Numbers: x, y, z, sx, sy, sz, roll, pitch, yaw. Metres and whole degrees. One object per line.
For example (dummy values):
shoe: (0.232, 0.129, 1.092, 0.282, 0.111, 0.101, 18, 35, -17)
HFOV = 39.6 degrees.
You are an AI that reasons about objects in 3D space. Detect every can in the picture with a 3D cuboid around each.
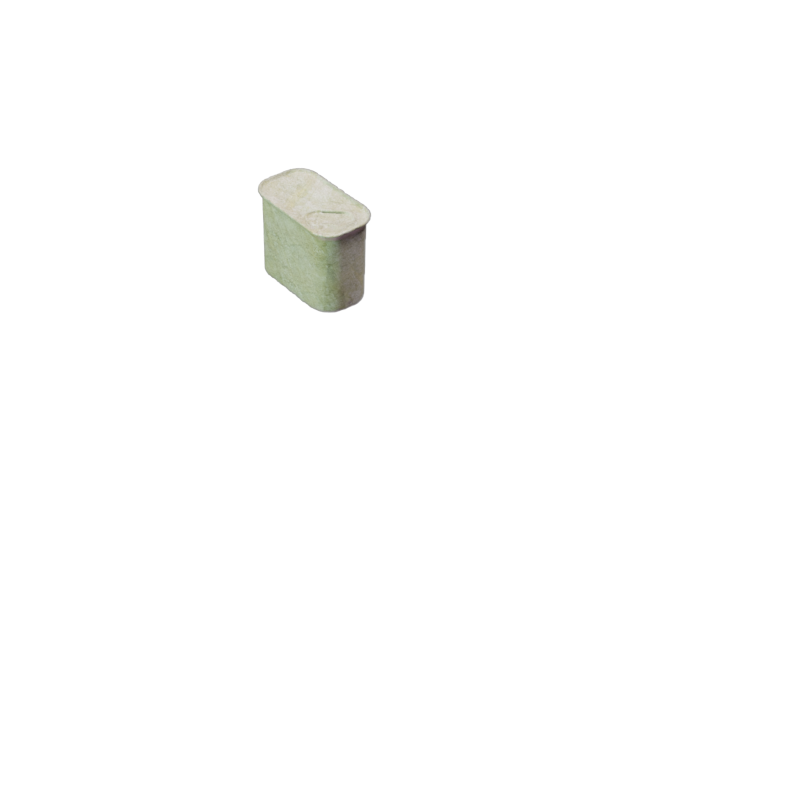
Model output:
can: (-0.072, -0.132, 0.925, 0.057, 0.078, 0.109, -26, 47, -30)
